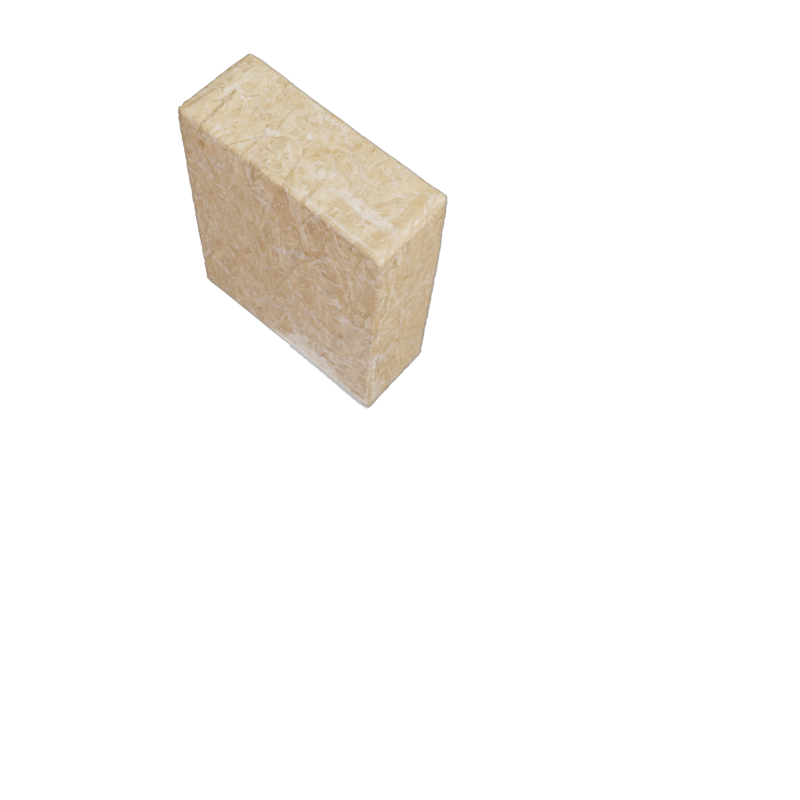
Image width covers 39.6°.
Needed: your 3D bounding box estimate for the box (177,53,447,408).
[{"bbox_3d":[-0.058,-0.105,0.737,0.172,0.073,0.202,40,-21,16],"label":"box"}]
